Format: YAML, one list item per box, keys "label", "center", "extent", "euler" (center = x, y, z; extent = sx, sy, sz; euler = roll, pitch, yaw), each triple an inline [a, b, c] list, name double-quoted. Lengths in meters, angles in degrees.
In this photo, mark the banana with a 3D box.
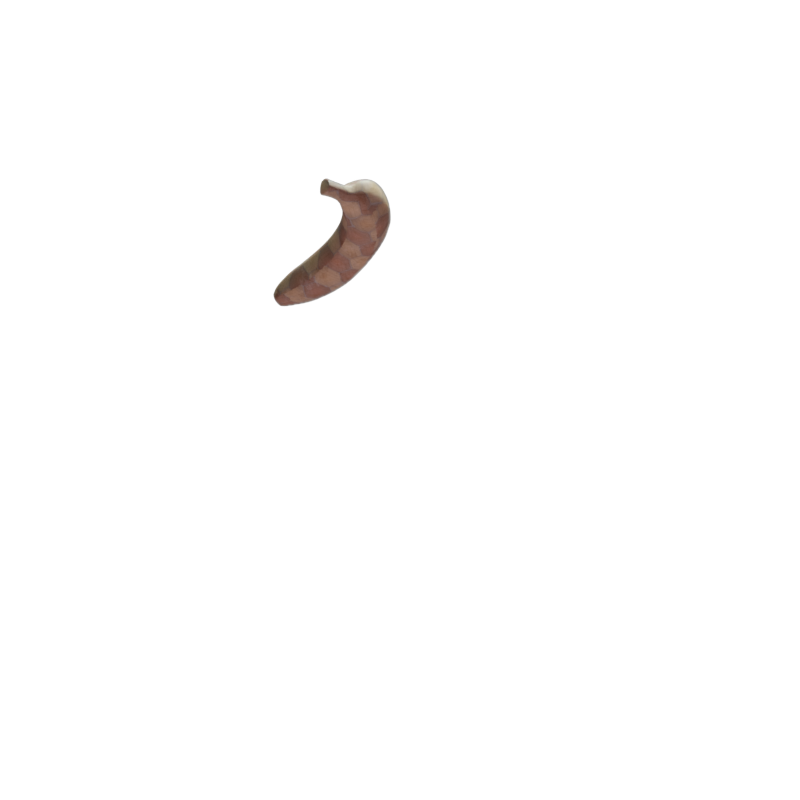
- label: "banana"
  center: [-0.050, -0.125, 0.878]
  extent: [0.068, 0.039, 0.190]
  euler: [6, -25, -15]
